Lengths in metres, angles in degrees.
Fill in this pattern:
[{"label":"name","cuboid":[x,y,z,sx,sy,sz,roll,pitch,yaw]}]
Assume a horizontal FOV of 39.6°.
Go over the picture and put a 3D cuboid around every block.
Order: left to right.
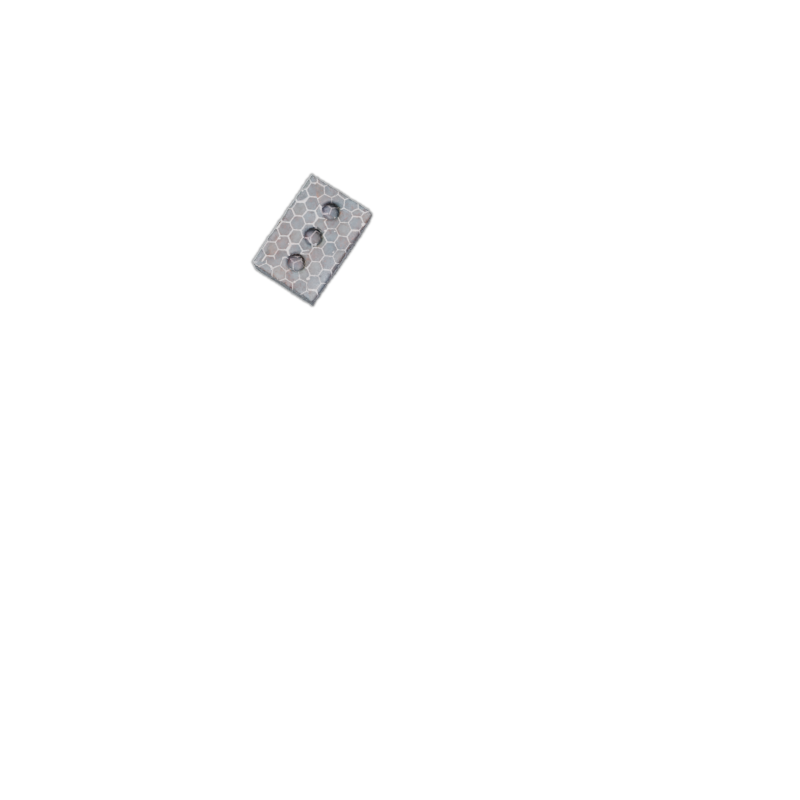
[{"label":"block","cuboid":[-0.062,-0.113,0.794,0.053,0.079,0.051,33,-6,1]}]
